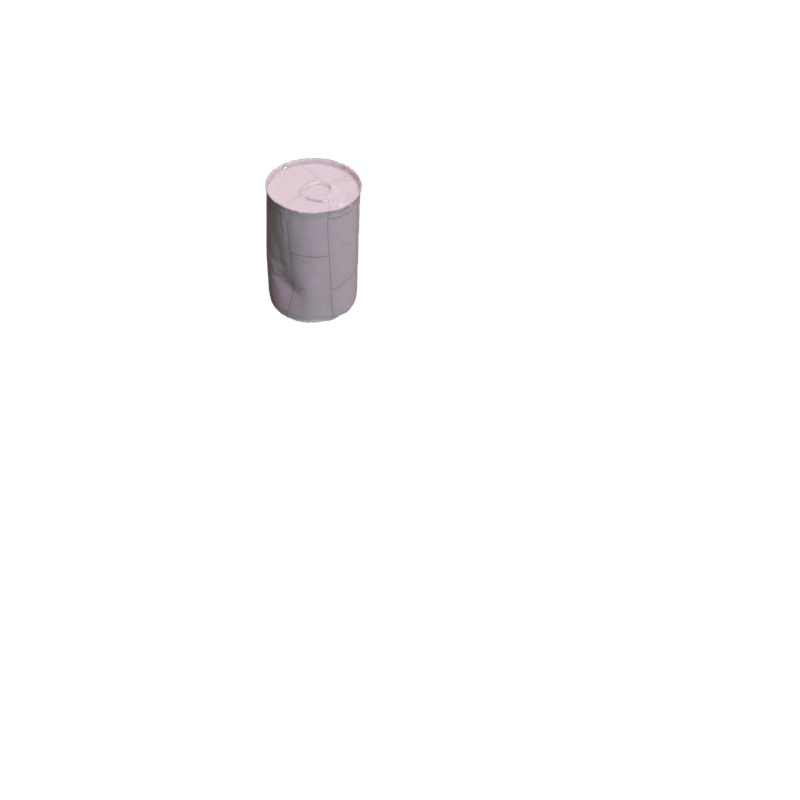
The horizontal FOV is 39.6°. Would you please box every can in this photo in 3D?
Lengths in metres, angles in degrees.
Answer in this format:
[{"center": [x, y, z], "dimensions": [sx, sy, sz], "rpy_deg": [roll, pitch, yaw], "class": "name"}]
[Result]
[{"center": [-0.063, -0.115, 0.807], "dimensions": [0.068, 0.095, 0.073], "rpy_deg": [0, 40, -3], "class": "can"}]
